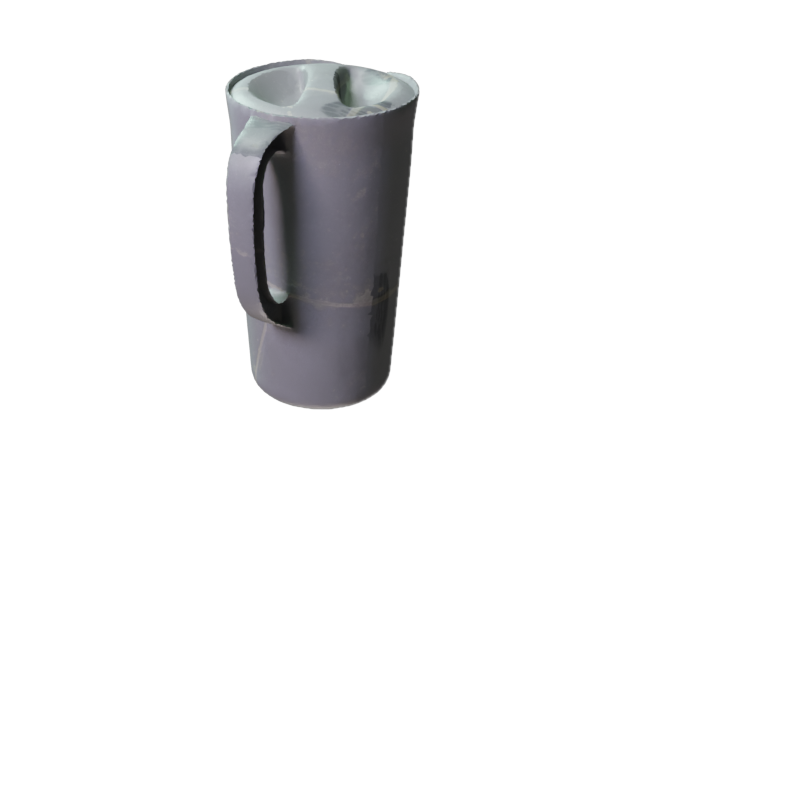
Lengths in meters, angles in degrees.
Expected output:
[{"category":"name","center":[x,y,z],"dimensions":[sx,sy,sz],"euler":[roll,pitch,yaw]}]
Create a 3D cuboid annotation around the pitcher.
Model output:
[{"category":"pitcher","center":[-0.063,-0.115,0.802],"dimensions":[0.147,0.230,0.156],"euler":[-8,29,-17]}]
